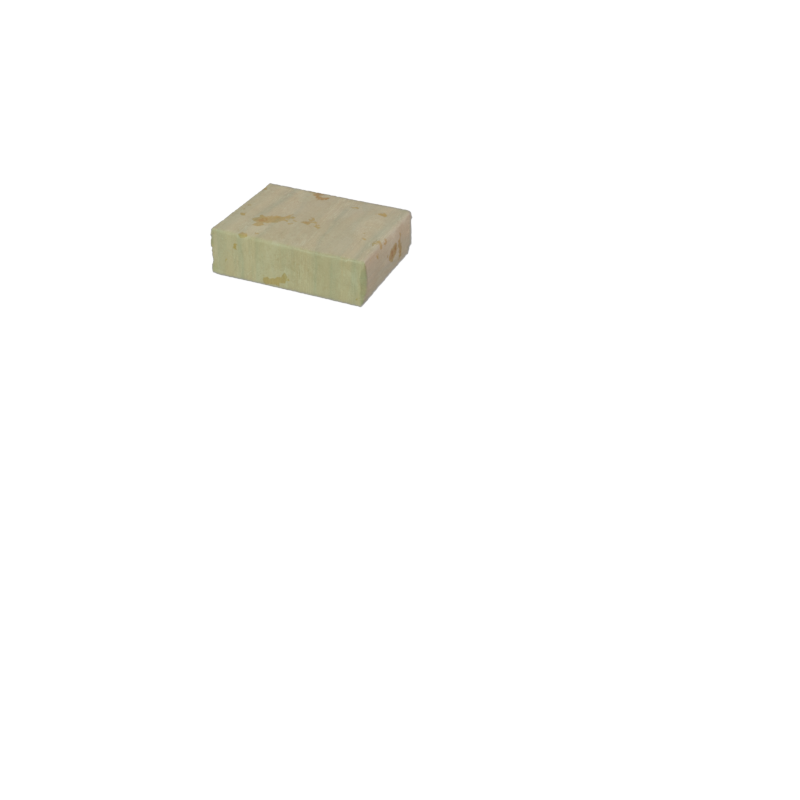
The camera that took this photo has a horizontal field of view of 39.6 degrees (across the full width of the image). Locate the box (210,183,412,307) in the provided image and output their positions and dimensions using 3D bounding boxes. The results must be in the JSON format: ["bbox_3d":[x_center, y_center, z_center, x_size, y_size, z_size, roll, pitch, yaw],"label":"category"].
[{"bbox_3d":[-0.059,-0.108,0.754,0.117,0.037,0.092,12,31,19],"label":"box"}]
